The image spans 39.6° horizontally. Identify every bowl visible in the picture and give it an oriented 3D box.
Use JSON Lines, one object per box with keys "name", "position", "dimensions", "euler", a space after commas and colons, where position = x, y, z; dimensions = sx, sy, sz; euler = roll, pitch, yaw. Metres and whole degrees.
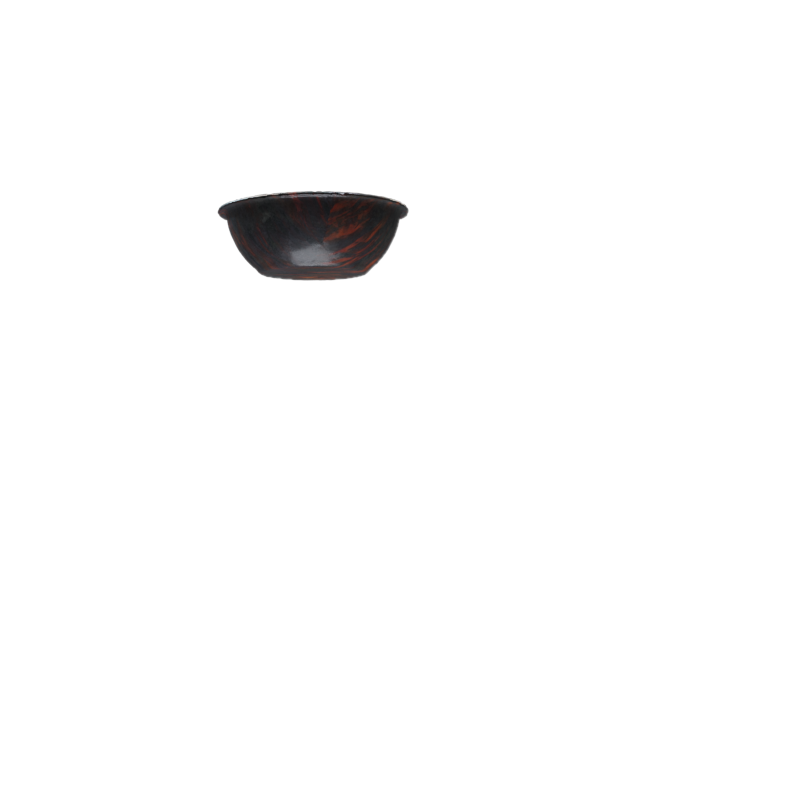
{"name": "bowl", "position": [-0.073, -0.133, 0.934], "dimensions": [0.162, 0.056, 0.160], "euler": [0, -2, -2]}
